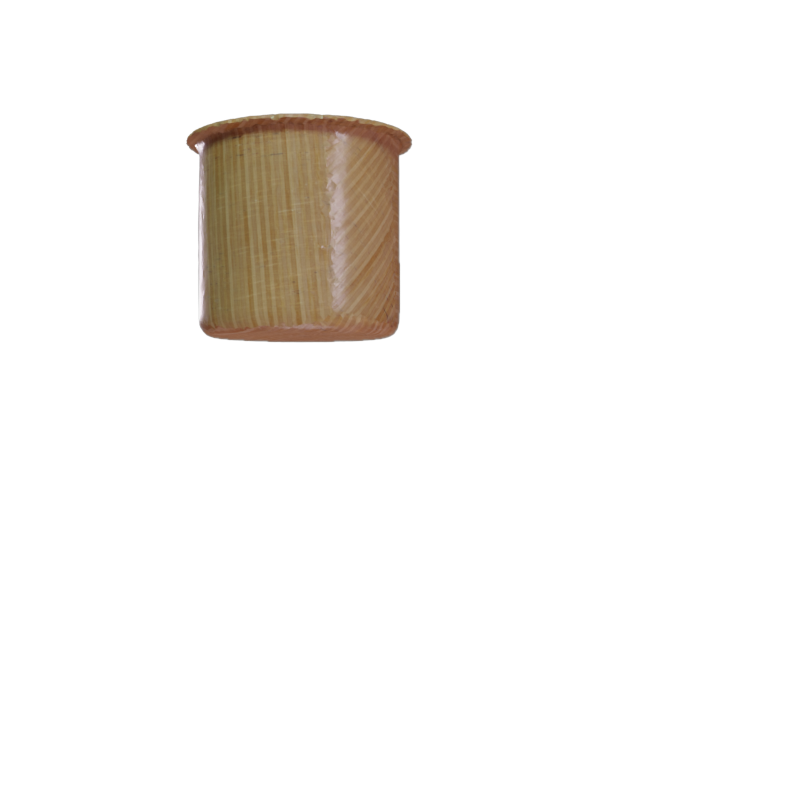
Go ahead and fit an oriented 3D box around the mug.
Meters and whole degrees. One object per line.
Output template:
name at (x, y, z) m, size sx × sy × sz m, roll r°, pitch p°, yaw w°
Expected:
mug at (-0.036, -0.066, 0.463) m, size 0.096 × 0.083 × 0.112 m, roll -2°, pitch -3°, yaw 26°
